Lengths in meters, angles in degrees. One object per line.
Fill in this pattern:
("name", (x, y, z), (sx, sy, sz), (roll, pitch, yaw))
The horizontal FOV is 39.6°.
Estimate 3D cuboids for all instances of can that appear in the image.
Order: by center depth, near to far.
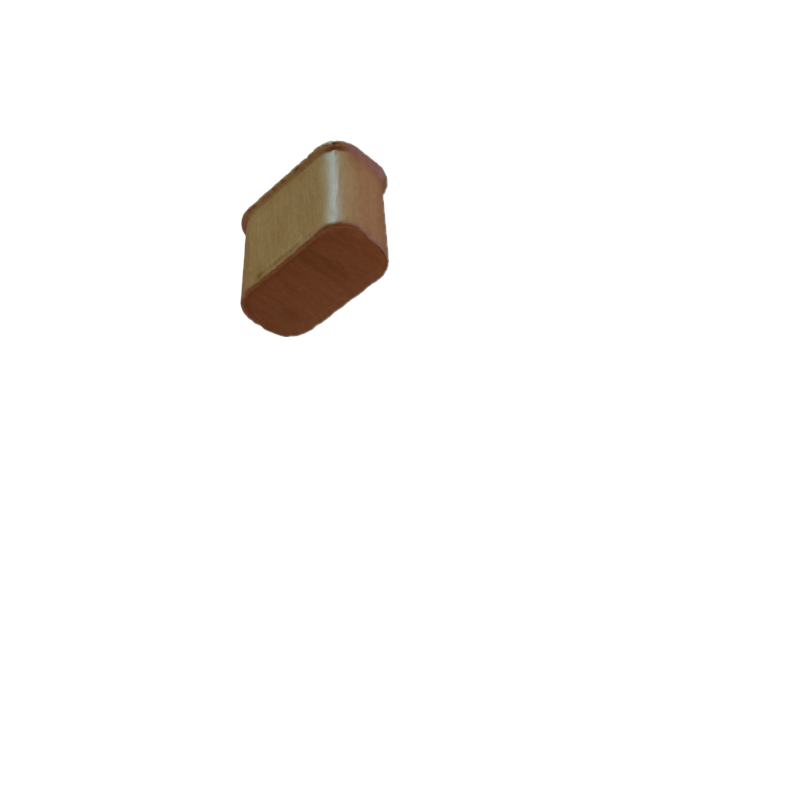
("can", (-0.054, -0.099, 0.693), (0.101, 0.090, 0.054), (-36, -55, 27))
